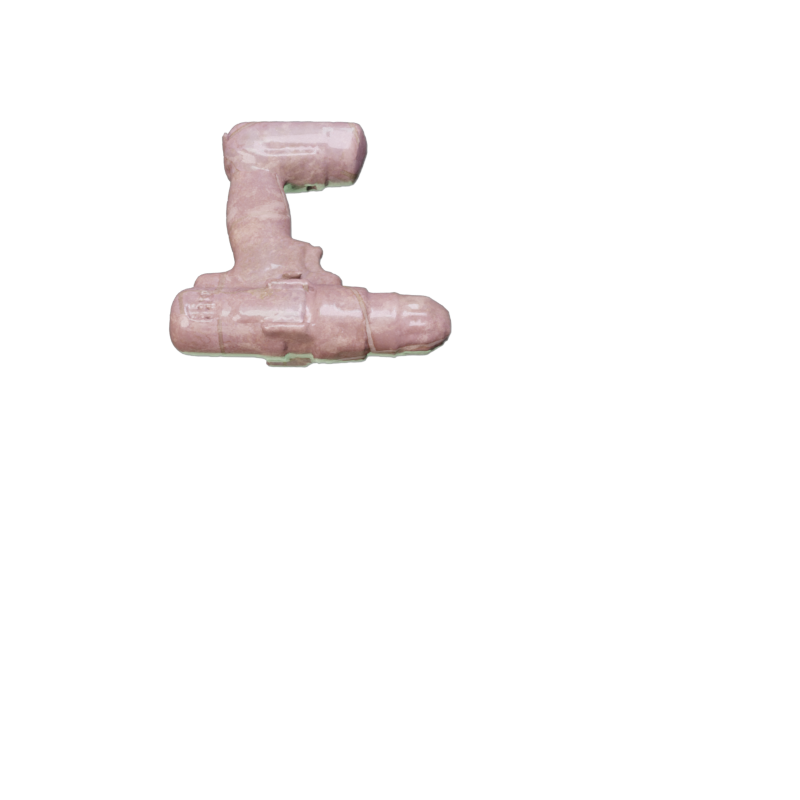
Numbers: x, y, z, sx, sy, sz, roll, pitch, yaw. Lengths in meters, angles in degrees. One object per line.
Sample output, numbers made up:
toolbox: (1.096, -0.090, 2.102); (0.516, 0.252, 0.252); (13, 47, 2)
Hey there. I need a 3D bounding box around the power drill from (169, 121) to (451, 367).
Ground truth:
power drill: (-0.060, -0.110, 0.768); (0.184, 0.201, 0.054); (1, -36, 0)
